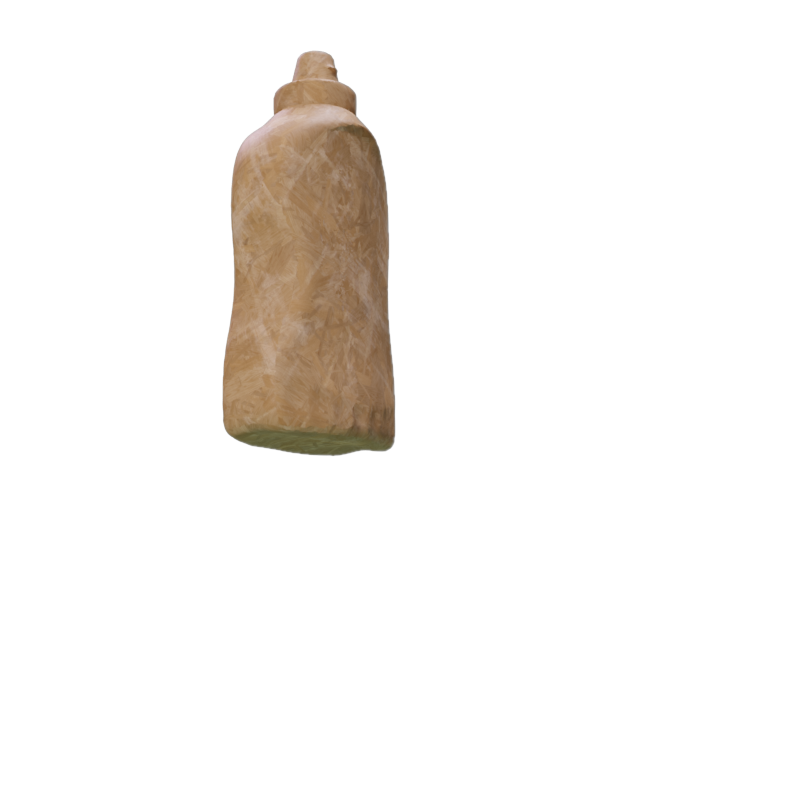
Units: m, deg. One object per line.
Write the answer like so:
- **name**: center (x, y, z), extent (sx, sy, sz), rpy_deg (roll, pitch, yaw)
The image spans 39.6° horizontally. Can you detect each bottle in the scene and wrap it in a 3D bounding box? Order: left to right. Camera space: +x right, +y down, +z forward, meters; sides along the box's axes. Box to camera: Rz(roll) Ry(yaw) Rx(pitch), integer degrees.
- **bottle**: center (-0.040, -0.075, 0.522), extent (0.060, 0.200, 0.090), rpy_deg (-12, -20, 33)
